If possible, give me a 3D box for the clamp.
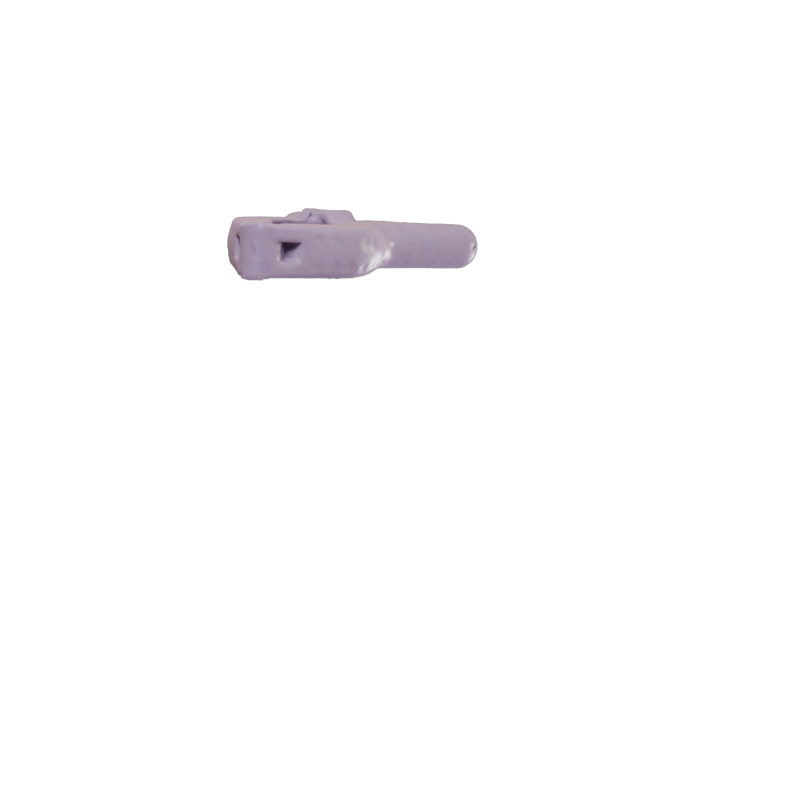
[{"bbox_3d":[-0.046,-0.084,0.590,0.125,0.039,0.166,4,8,31],"label":"clamp"}]
